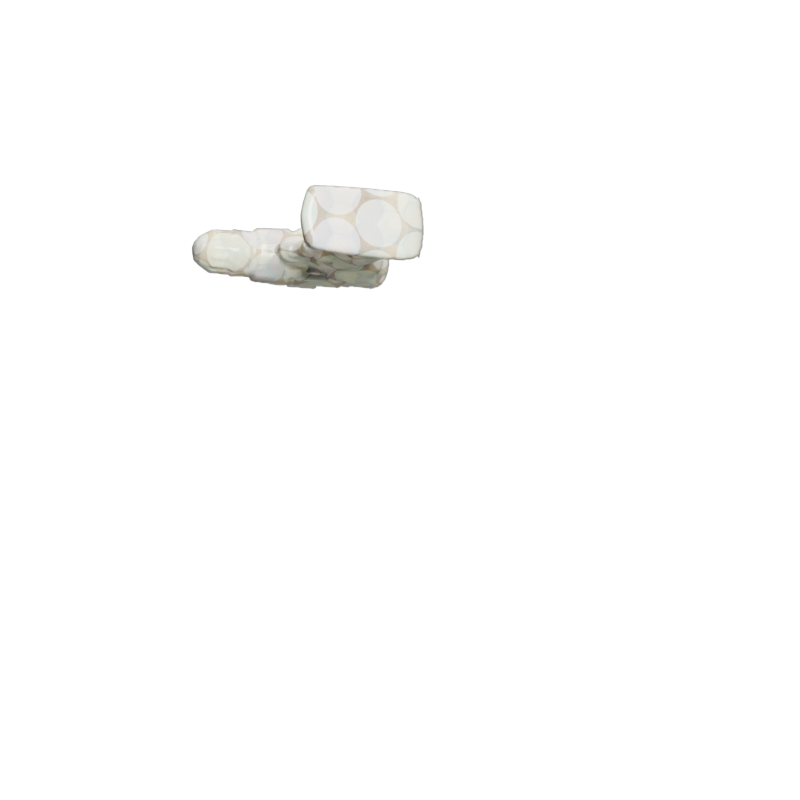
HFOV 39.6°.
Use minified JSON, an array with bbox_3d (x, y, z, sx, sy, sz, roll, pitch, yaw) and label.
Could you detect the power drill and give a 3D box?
[{"bbox_3d":[-0.075,-0.137,0.959,0.180,0.058,0.189,1,-4,-20],"label":"power drill"}]
